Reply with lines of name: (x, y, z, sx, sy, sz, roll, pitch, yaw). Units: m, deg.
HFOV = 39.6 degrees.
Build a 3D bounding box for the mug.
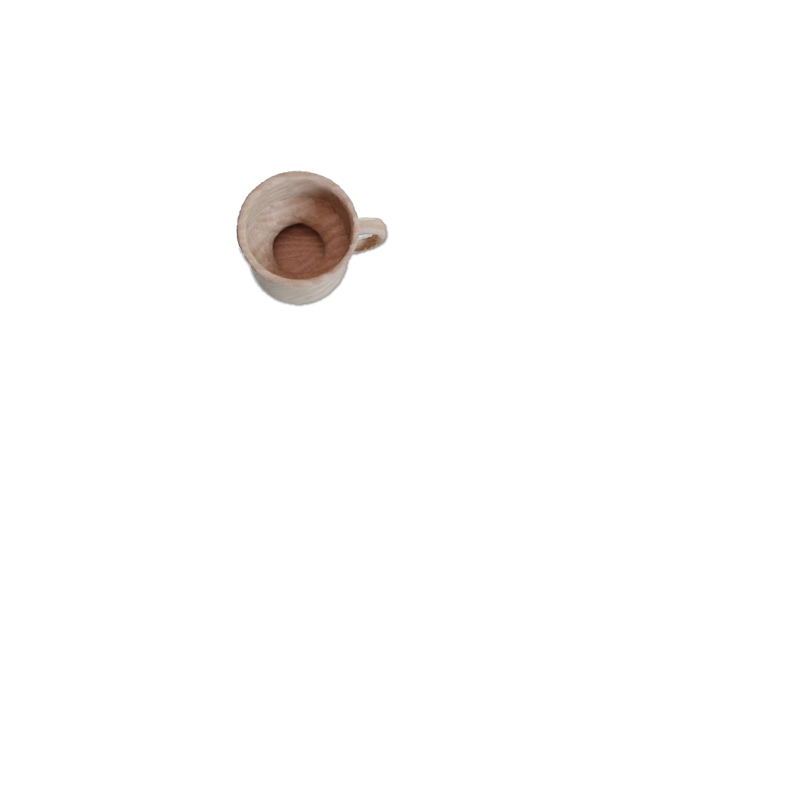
mug: (-0.069, -0.125, 0.877, 0.117, 0.097, 0.079, -10, -14, -4)
